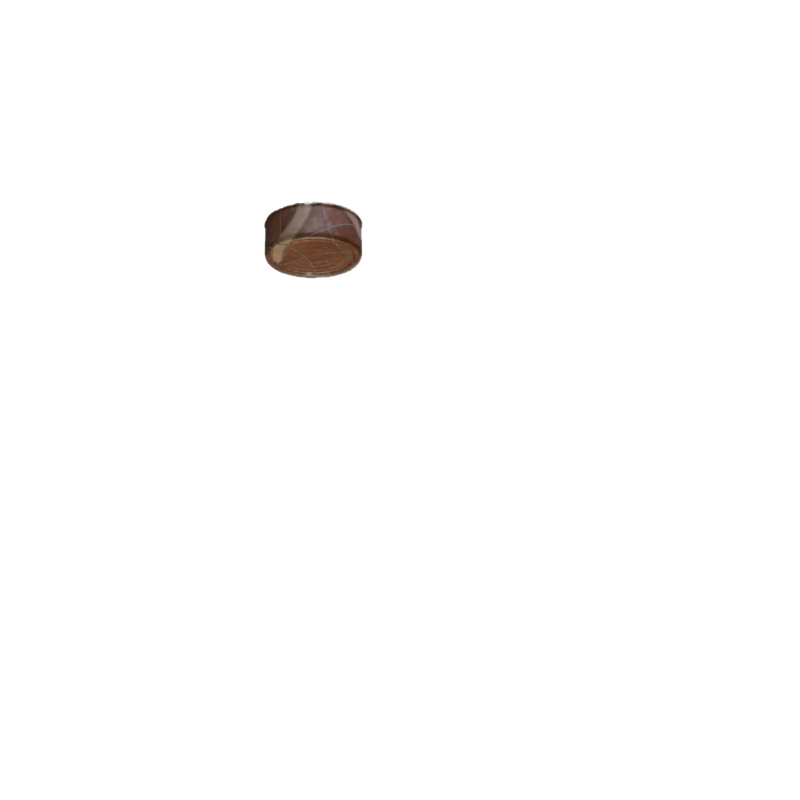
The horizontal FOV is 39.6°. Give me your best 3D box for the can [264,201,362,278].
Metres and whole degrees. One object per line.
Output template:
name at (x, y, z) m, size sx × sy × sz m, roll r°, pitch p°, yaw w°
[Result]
can at (-0.075, -0.137, 0.963) m, size 0.086 × 0.035 × 0.082 m, roll 0°, pitch -20°, yaw -2°
